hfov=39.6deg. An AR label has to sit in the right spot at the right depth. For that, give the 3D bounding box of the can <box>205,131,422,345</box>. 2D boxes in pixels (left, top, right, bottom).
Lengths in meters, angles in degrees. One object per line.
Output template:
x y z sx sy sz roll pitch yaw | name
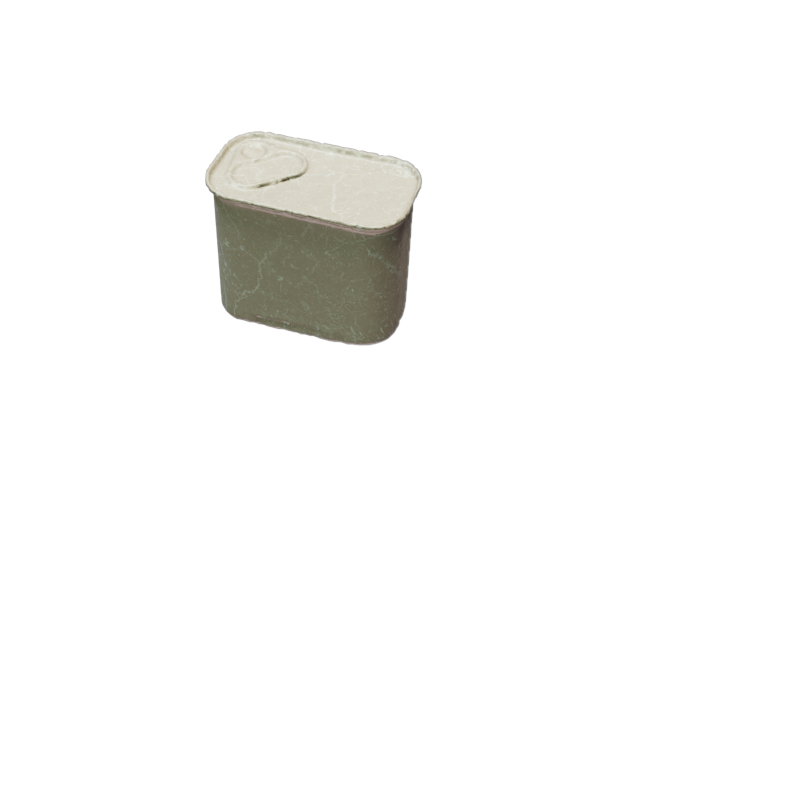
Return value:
-0.044 -0.080 0.559 0.104 0.078 0.060 14 45 12 | can
